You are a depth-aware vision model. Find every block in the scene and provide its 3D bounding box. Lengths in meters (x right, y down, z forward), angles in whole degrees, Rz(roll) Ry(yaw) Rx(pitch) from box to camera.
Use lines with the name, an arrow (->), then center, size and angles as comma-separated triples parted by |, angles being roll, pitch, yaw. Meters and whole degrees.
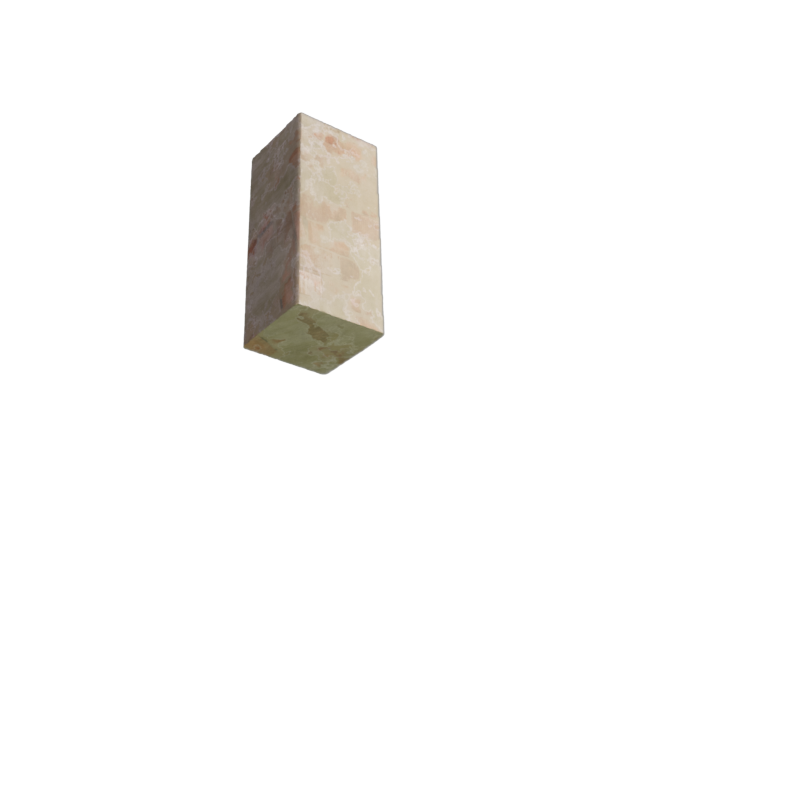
block -> -0.078, -0.141, 0.994 | 0.086, 0.220, 0.089 | 20, -39, -31
